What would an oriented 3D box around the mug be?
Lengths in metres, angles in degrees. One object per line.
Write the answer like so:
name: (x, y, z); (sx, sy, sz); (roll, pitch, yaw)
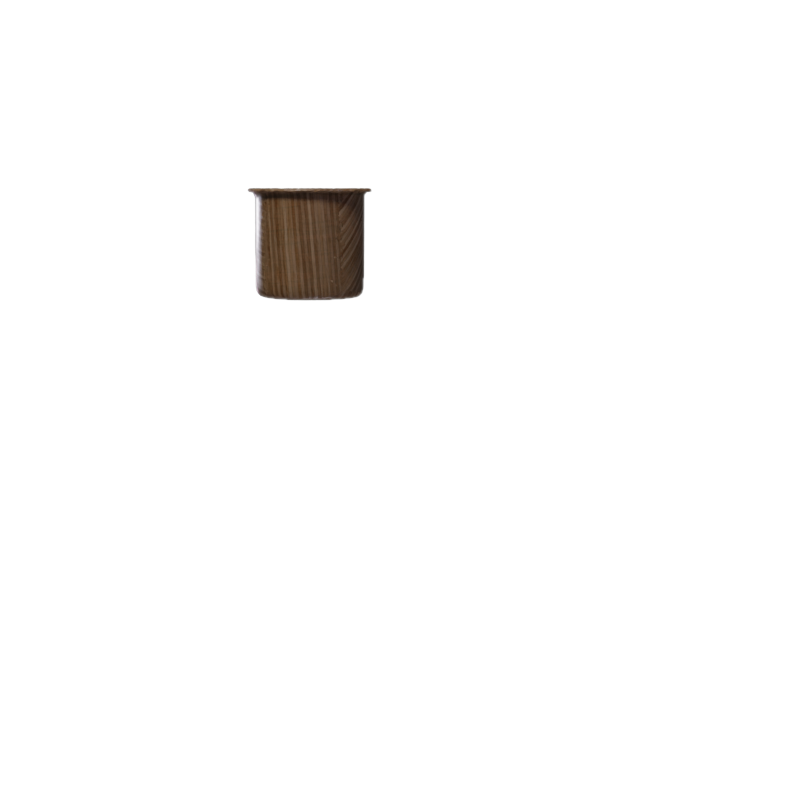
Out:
mug: (-0.066, -0.121, 0.845); (0.095, 0.081, 0.117); (1, 8, 10)
